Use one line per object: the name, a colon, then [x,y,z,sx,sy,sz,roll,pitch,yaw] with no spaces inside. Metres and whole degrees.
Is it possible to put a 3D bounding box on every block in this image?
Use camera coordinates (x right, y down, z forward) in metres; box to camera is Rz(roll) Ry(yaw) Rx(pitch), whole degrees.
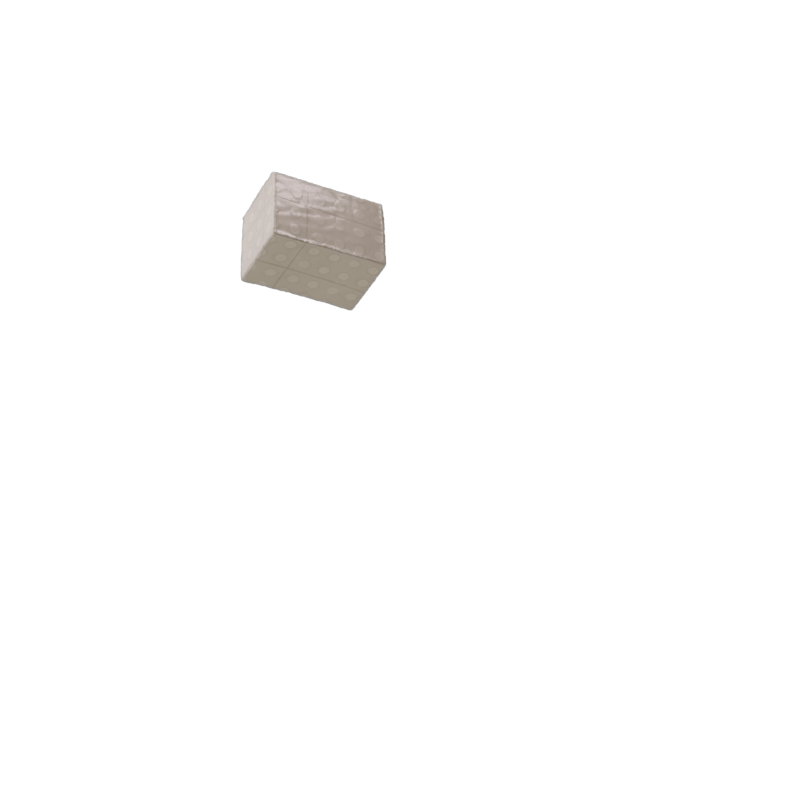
block: [-0.054,-0.099,0.691,0.075,0.055,0.051,15,-39,-21]
